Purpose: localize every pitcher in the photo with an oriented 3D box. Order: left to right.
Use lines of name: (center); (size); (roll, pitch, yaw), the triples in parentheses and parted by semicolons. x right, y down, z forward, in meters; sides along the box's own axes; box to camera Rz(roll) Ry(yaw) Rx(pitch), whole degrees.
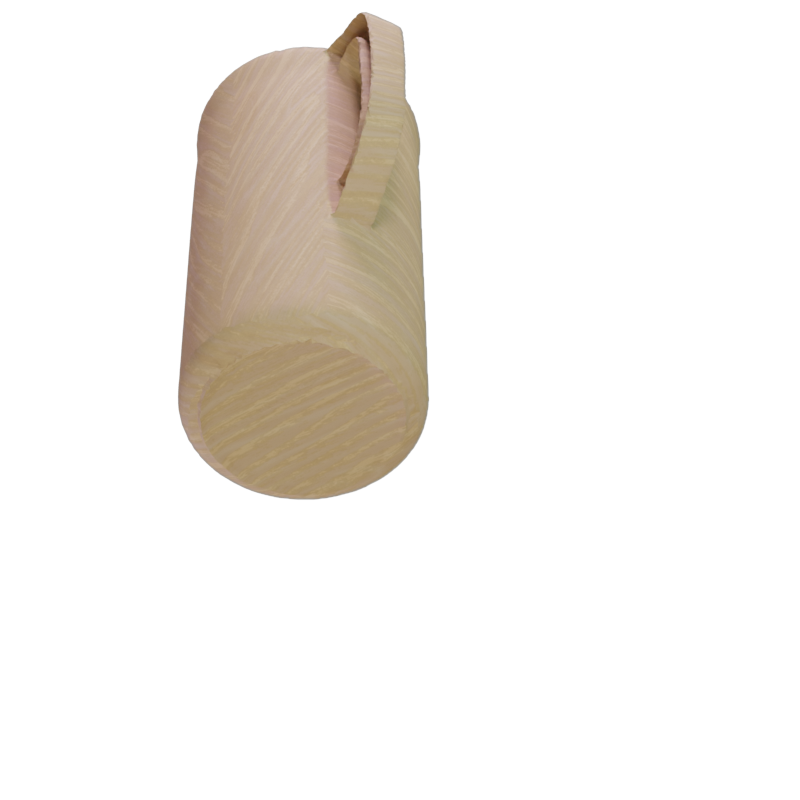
pitcher: (-0.044, -0.080, 0.561); (0.146, 0.138, 0.260); (-17, 37, 10)
